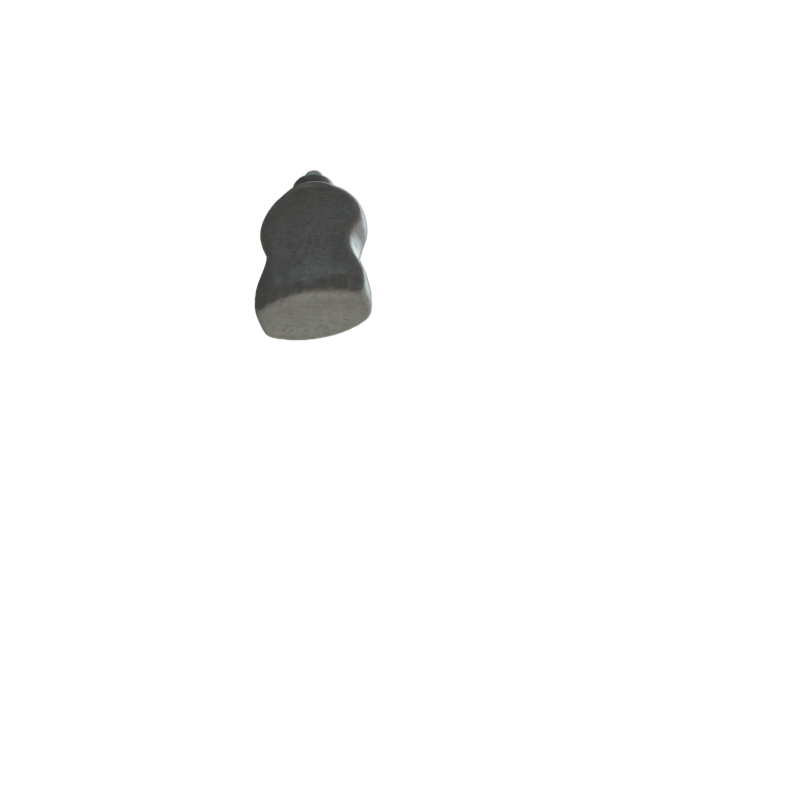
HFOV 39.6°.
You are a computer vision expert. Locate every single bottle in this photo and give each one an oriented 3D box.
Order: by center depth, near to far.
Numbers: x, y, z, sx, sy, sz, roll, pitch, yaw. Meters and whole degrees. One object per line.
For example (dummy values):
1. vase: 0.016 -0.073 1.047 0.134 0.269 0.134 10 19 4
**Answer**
1. bottle: -0.077 -0.140 0.986 0.097 0.206 0.054 -13 -45 9
